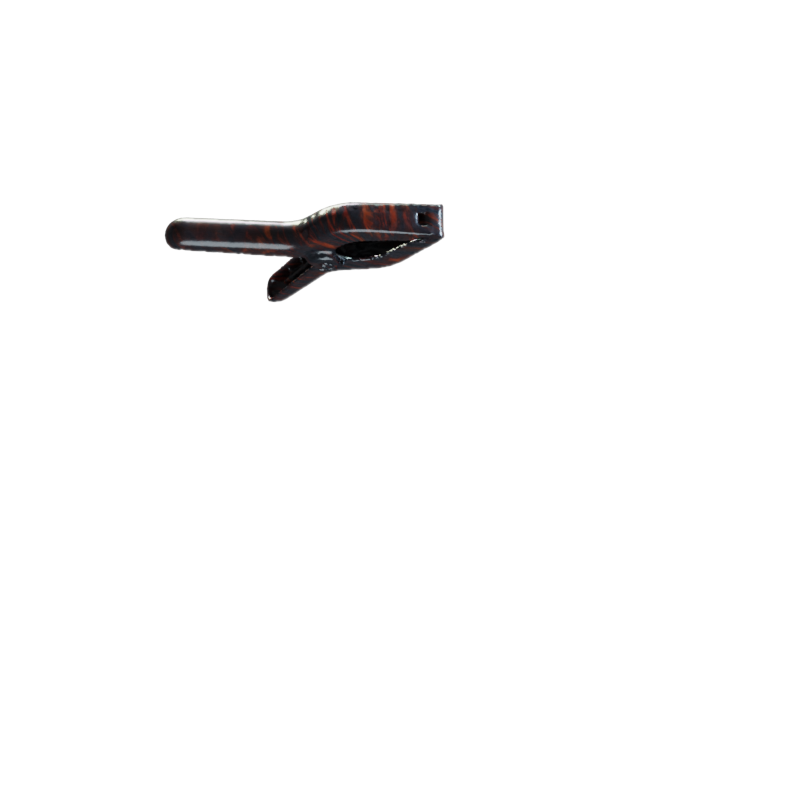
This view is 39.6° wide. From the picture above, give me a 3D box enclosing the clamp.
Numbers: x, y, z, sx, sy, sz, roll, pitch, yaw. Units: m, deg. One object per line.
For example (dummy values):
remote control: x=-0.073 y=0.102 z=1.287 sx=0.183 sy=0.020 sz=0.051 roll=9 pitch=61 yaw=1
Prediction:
clamp: x=-0.069 y=-0.125 z=0.876 sx=0.214 sy=0.038 sz=0.154 roll=-9 pitch=-16 yaw=33
